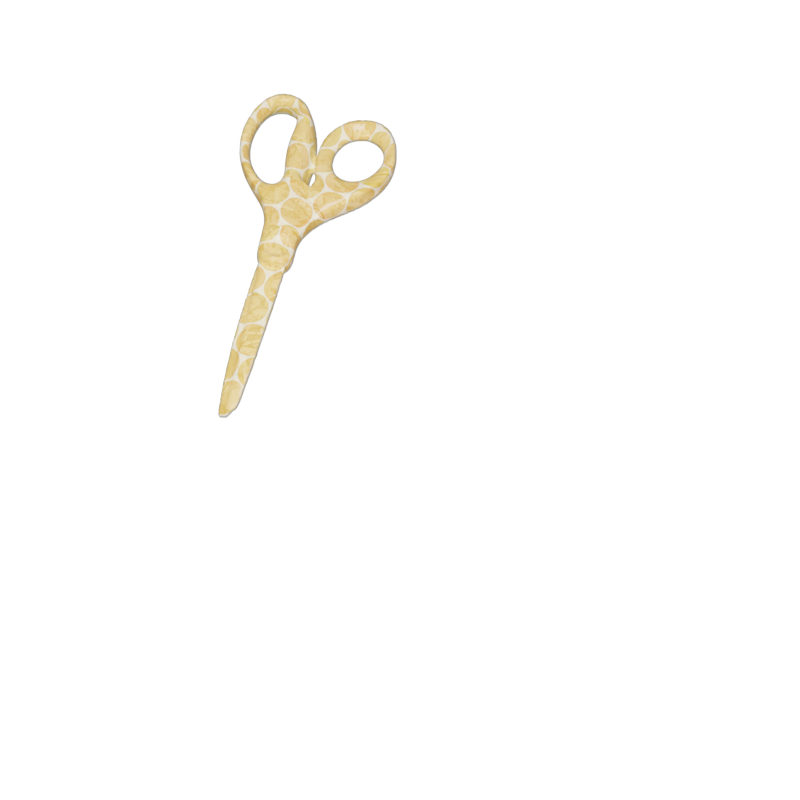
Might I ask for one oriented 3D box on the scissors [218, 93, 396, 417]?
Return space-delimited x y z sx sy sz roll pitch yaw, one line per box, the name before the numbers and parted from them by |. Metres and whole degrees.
scissors | -0.045 -0.083 0.580 0.096 0.216 0.015 -3 -33 -2
